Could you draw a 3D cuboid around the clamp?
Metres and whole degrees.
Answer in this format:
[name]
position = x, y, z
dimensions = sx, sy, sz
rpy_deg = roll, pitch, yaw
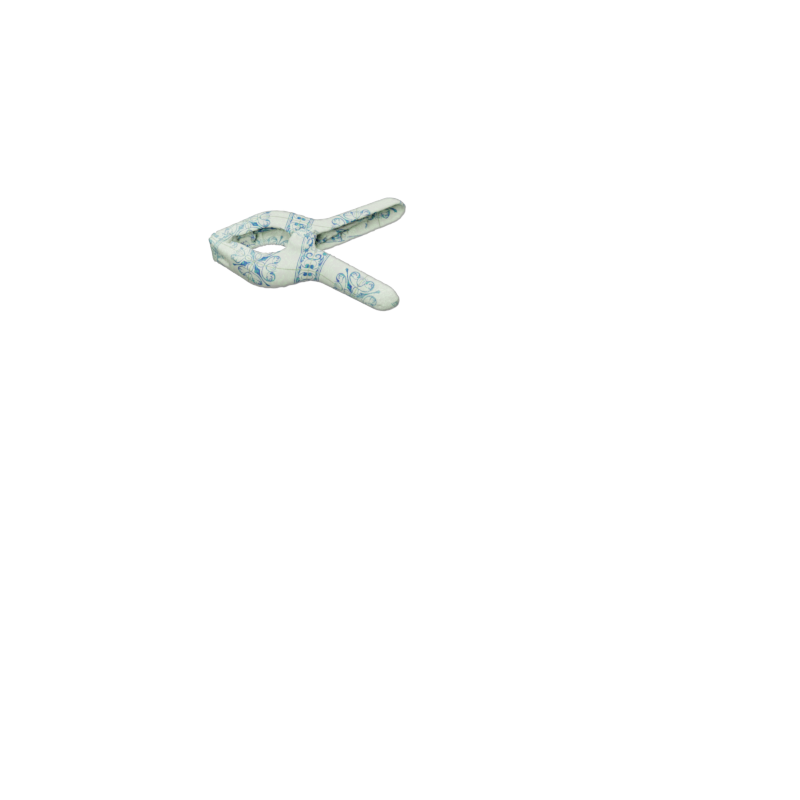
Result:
[clamp]
position = -0.075, -0.136, 0.952
dimensions = 0.174, 0.036, 0.127
rpy_deg = 10, 46, 10
